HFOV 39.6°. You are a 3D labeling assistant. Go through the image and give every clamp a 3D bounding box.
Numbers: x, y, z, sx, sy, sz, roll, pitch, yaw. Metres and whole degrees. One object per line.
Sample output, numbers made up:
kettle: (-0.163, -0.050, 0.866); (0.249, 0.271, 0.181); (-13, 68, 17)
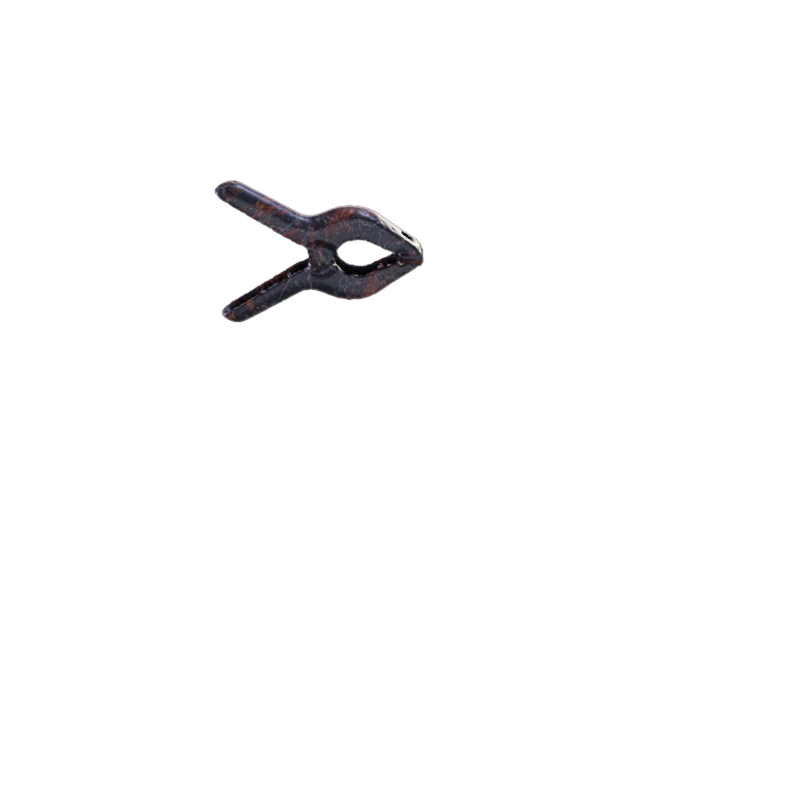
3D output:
clamp: (-0.069, -0.127, 0.887); (0.172, 0.113, 0.042); (-8, 30, 4)
